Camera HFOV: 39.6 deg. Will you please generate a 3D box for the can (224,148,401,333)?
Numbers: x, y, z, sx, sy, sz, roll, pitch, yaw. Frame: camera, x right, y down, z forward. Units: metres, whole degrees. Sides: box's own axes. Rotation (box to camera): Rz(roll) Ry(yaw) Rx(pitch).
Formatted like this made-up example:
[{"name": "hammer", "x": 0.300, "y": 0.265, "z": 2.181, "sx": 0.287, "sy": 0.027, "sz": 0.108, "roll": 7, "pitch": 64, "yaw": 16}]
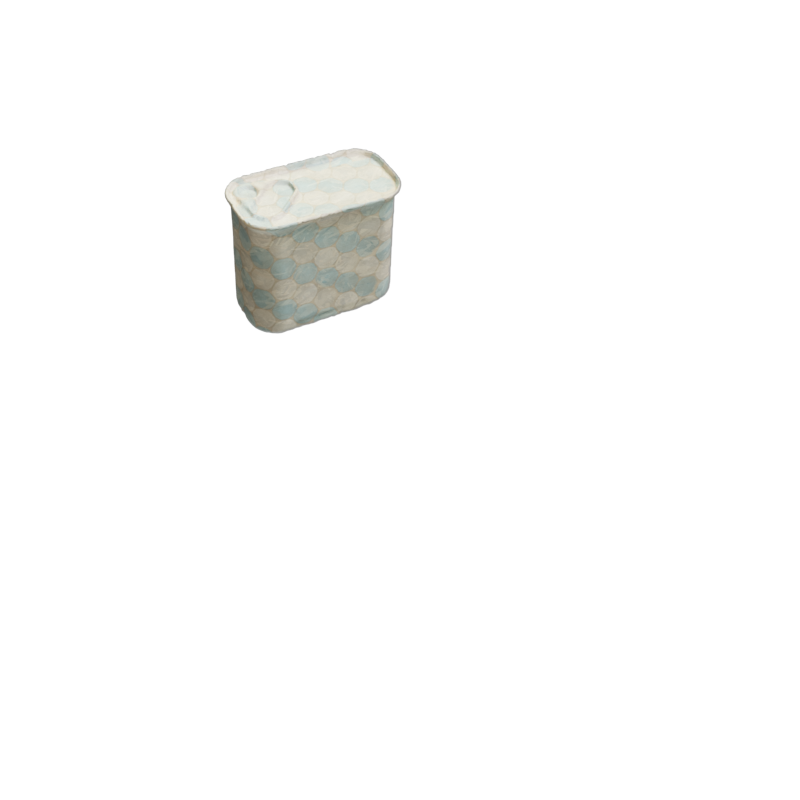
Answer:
[{"name": "can", "x": -0.053, "y": -0.097, "z": 0.677, "sx": 0.101, "sy": 0.078, "sz": 0.062, "roll": -18, "pitch": 45, "yaw": -21}]
